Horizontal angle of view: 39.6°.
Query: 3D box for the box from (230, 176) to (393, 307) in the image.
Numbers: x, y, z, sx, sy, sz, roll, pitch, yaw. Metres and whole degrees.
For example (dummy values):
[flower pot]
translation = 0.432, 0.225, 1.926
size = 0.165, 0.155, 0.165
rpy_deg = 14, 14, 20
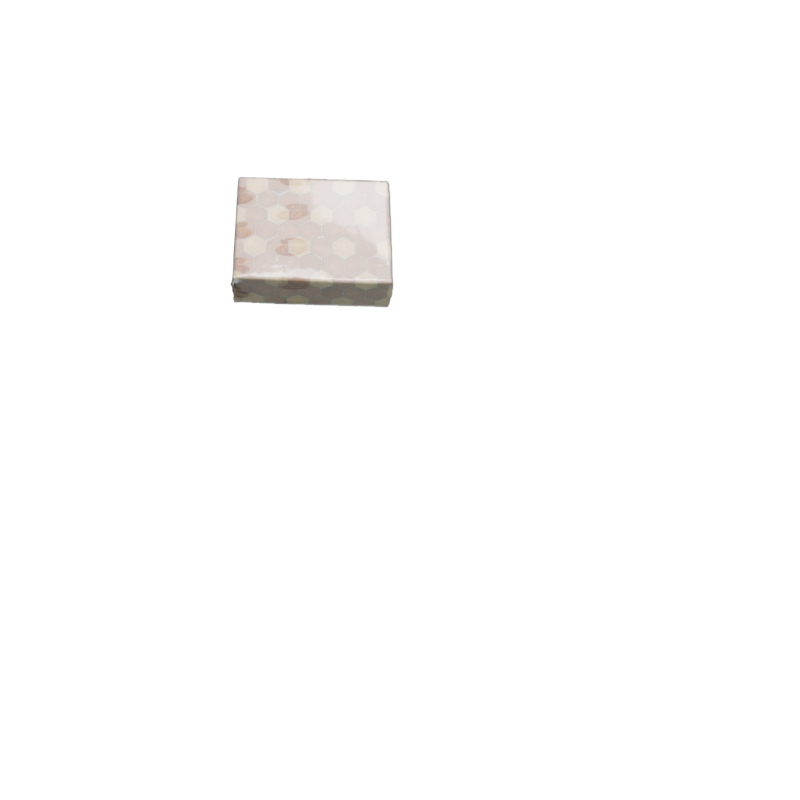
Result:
[box]
translation = -0.062, -0.113, 0.792
size = 0.113, 0.096, 0.036
rpy_deg = 0, -34, -1
